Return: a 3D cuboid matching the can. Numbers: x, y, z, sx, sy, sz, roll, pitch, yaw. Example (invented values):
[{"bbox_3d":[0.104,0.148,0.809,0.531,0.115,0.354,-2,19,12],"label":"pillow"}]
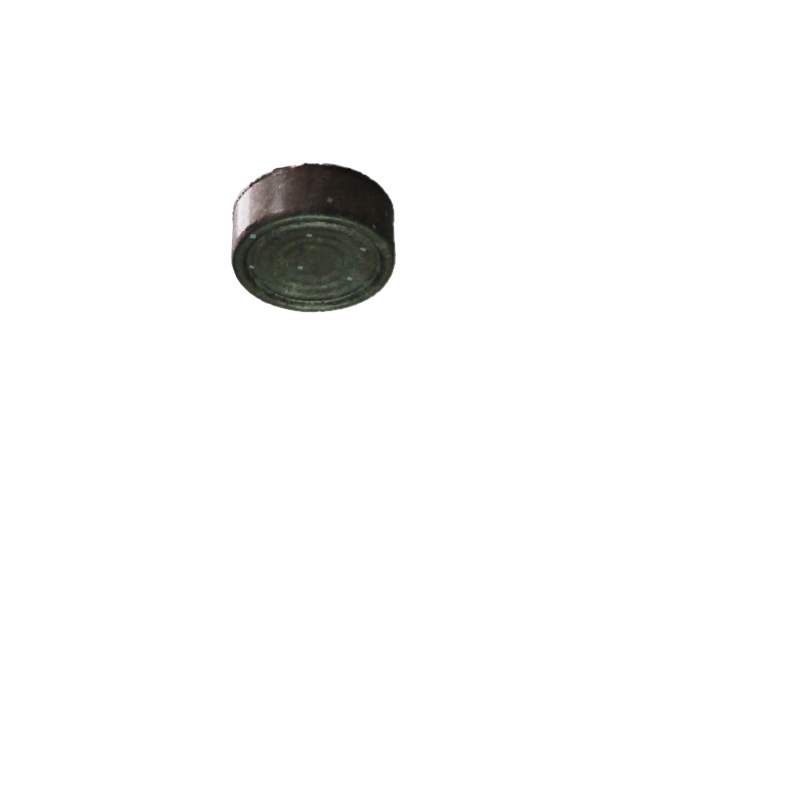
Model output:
[{"bbox_3d":[-0.045,-0.082,0.575,0.086,0.036,0.080,1,-34,-2],"label":"can"}]
